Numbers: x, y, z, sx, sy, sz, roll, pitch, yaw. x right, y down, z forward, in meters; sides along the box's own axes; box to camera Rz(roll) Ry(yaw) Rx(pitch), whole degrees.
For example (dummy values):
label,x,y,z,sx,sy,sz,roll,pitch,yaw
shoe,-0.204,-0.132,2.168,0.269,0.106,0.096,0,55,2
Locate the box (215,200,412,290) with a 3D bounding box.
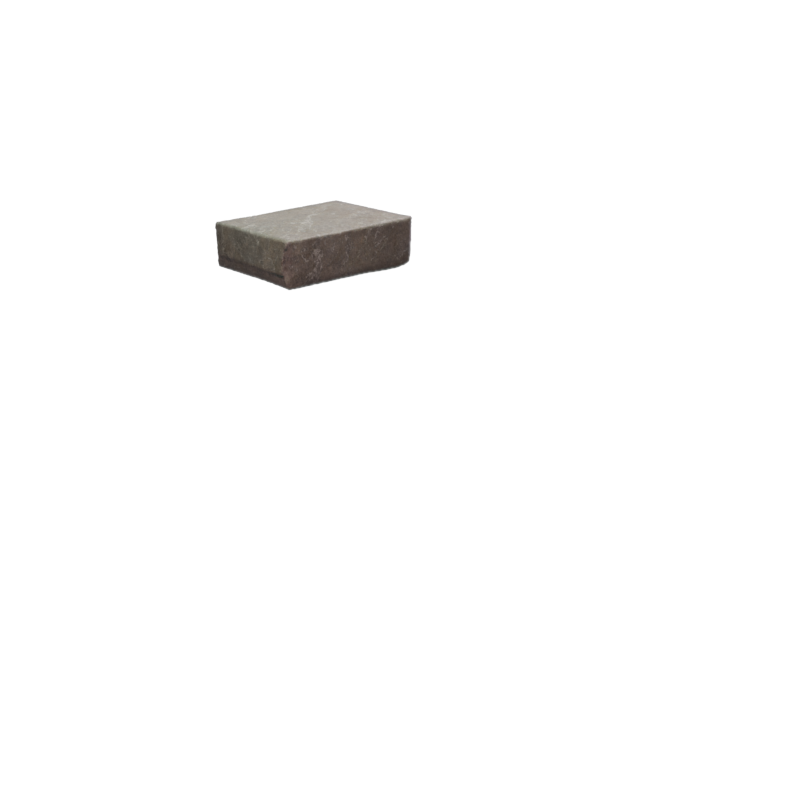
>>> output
label,x,y,z,sx,sy,sz,roll,pitch,yaw
box,-0.062,-0.113,0.793,0.111,0.037,0.095,-15,24,-36
